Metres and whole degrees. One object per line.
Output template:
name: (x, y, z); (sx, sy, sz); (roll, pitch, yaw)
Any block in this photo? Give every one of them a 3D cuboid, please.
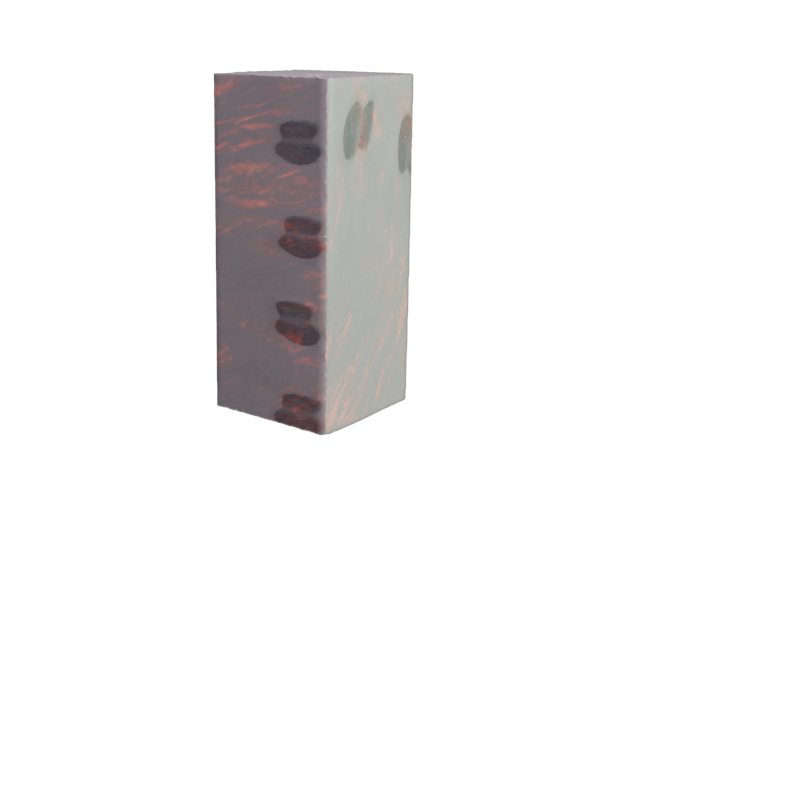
block: (-0.053, -0.097, 0.682); (0.095, 0.201, 0.088); (9, 15, 35)
